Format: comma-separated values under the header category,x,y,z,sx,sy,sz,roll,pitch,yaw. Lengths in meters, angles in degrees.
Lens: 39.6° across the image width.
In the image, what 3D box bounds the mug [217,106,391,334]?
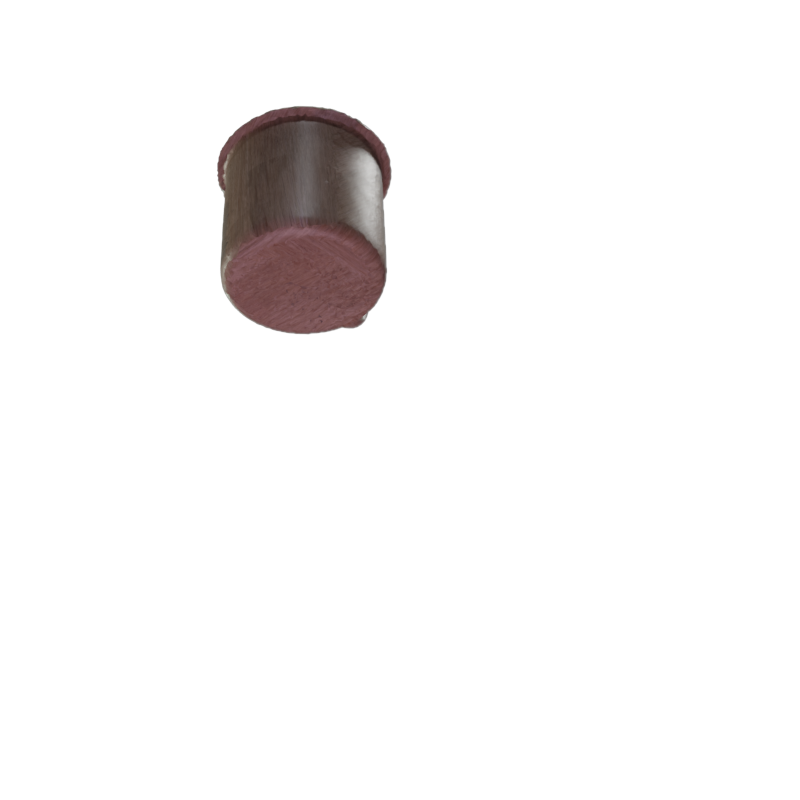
category,x,y,z,sx,sy,sz,roll,pitch,yaw
mug,-0.045,-0.081,0.571,0.094,0.087,0.108,-15,-42,15
